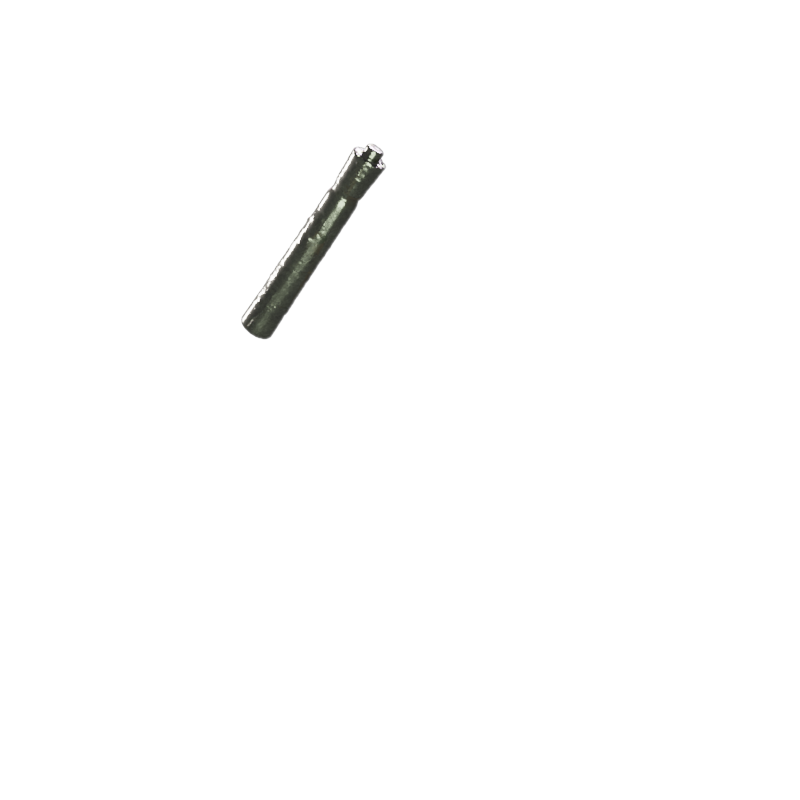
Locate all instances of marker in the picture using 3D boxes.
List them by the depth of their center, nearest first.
[{"bbox_3d":[-0.045,-0.081,0.570,0.019,0.118,0.021,29,25,-18],"label":"marker"}]
